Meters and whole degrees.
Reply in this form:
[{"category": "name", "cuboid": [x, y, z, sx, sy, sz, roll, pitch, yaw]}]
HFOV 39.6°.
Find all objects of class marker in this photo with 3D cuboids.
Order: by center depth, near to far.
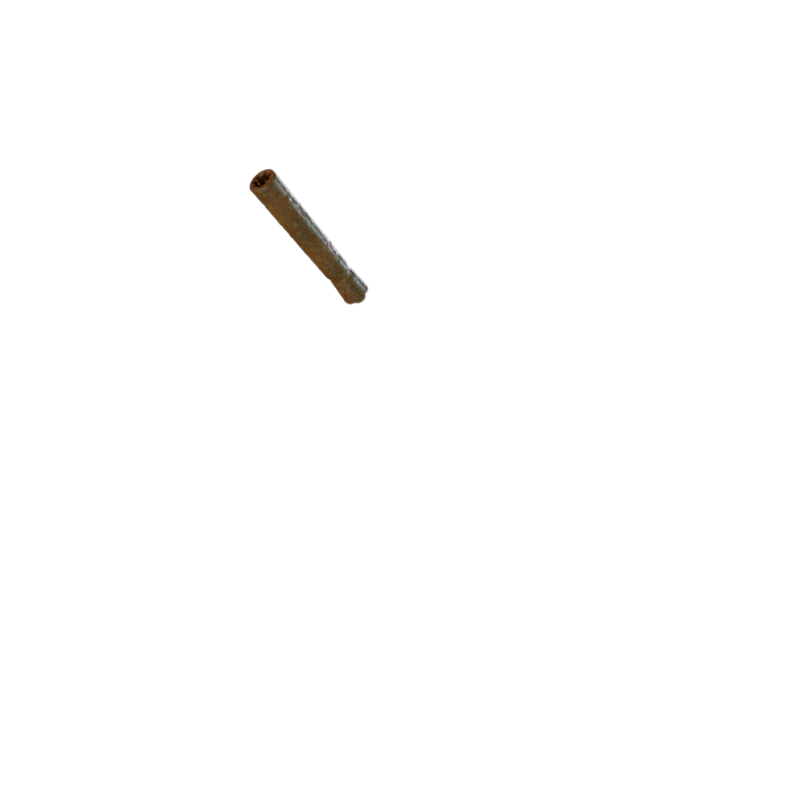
[{"category": "marker", "cuboid": [-0.056, -0.102, 0.711, 0.021, 0.020, 0.112, 3, -35, 42]}]
